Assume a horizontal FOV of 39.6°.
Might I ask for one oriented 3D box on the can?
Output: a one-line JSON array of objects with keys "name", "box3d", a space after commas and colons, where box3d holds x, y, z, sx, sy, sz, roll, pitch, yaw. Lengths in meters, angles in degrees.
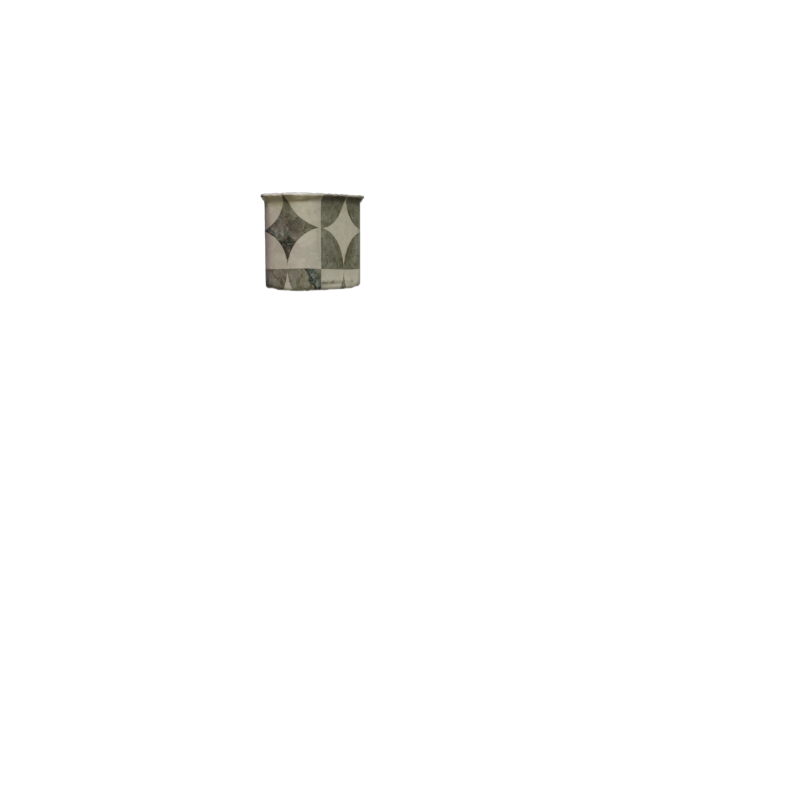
[{"name": "can", "box3d": [-0.077, -0.140, 0.981, 0.060, 0.083, 0.099, 2, 5, 34]}]
